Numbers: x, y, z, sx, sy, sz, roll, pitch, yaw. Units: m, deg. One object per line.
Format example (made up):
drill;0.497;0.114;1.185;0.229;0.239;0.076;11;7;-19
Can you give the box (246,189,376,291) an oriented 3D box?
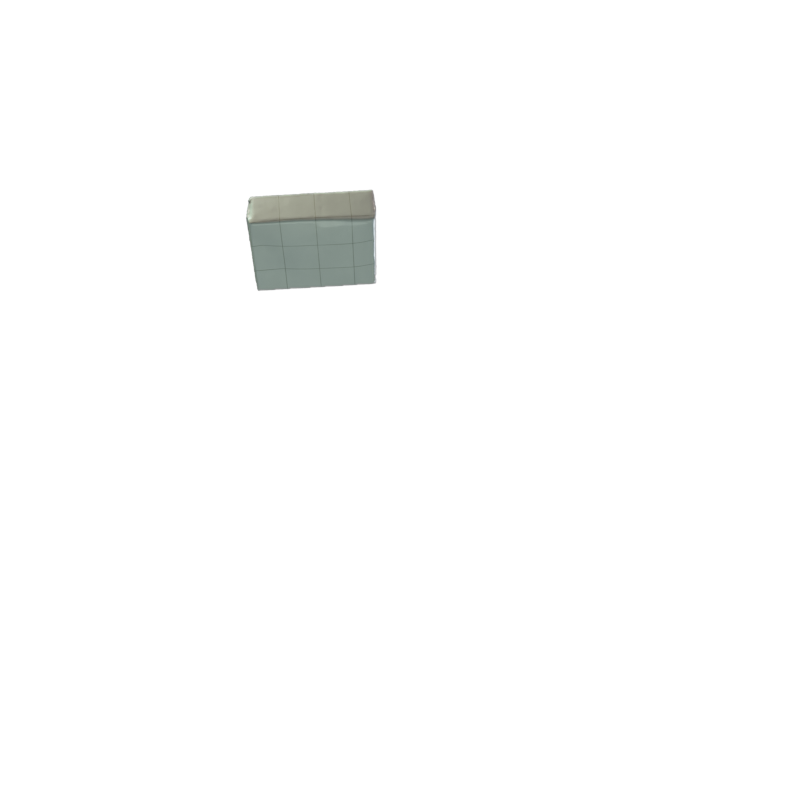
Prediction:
box;-0.078;-0.142;0.995;0.114;0.042;0.083;-1;-39;1
